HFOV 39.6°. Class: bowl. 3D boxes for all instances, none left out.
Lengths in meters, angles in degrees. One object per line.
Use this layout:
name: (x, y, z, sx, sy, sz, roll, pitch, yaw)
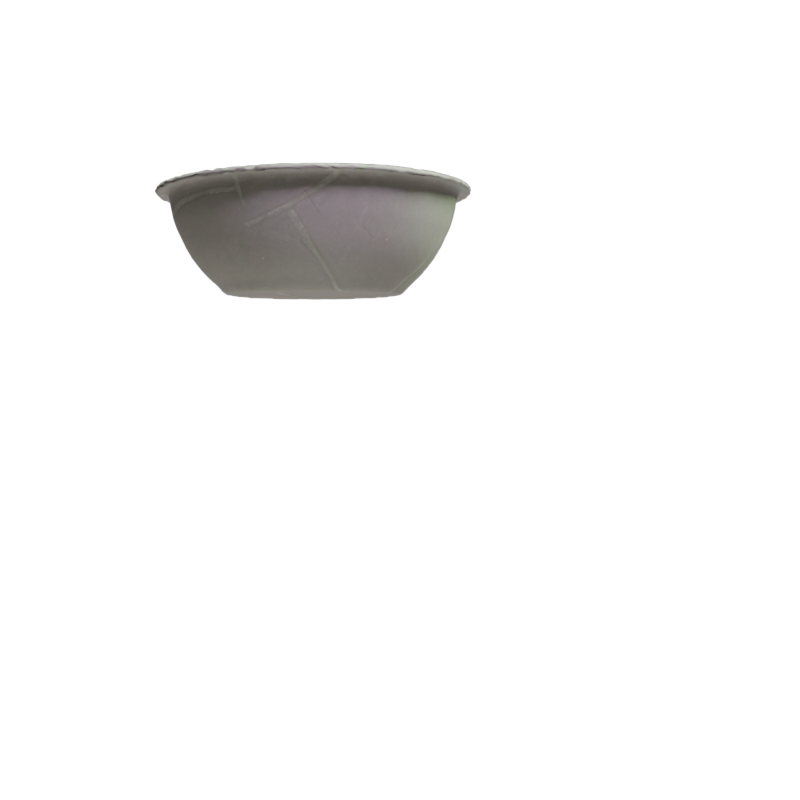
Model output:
bowl: (-0.045, -0.081, 0.569, 0.162, 0.055, 0.162, 0, 1, -2)
